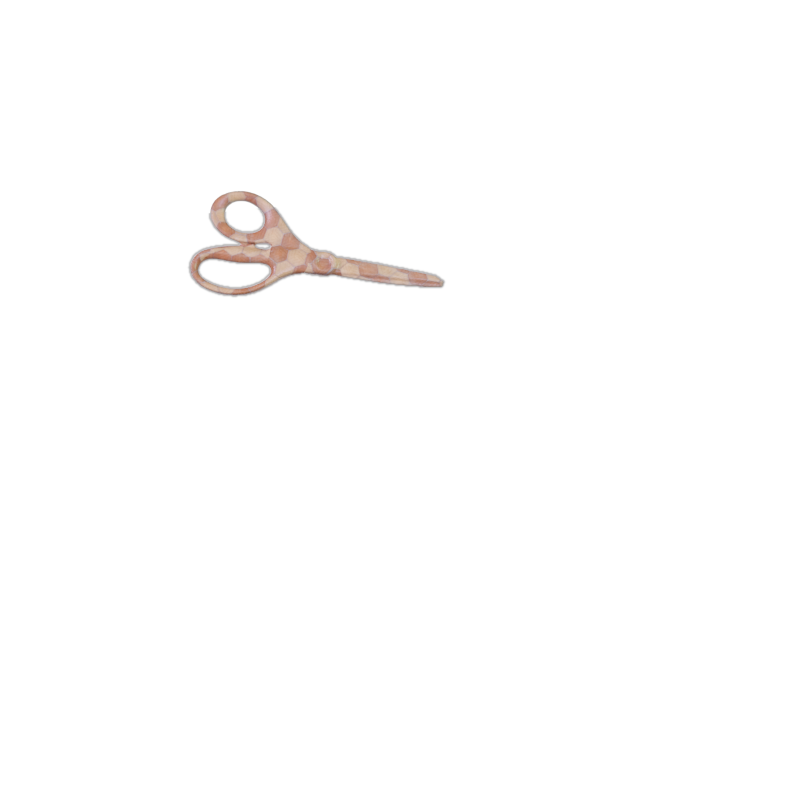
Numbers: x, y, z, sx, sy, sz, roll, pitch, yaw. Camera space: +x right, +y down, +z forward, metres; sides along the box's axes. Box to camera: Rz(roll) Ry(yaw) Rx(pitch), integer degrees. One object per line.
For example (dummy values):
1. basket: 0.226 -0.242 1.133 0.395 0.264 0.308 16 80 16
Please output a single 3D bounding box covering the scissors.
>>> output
1. scissors: -0.070 -0.128 0.899 0.201 0.100 0.015 -6 -15 -2
